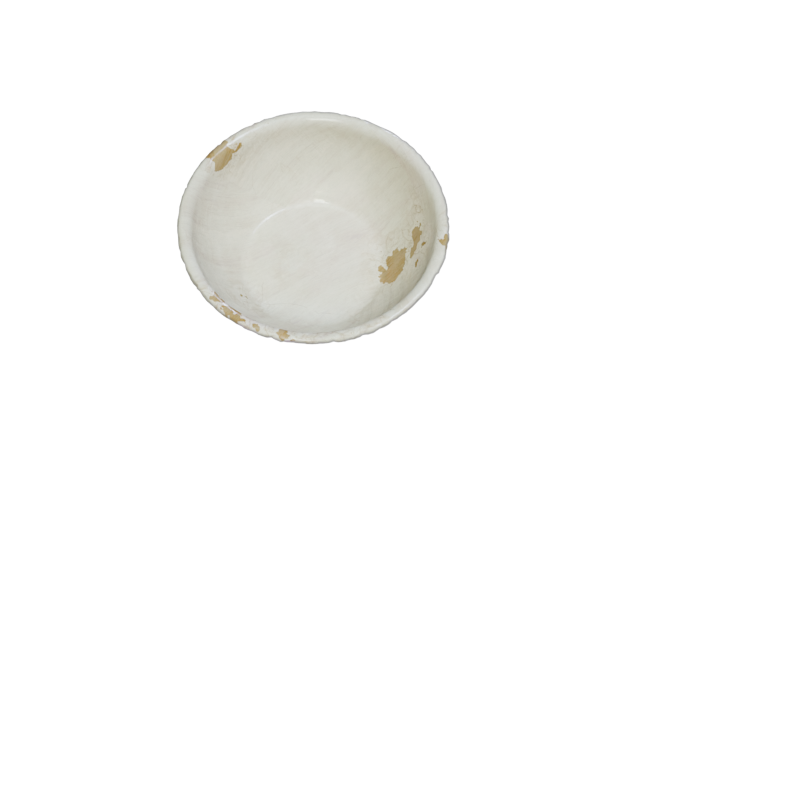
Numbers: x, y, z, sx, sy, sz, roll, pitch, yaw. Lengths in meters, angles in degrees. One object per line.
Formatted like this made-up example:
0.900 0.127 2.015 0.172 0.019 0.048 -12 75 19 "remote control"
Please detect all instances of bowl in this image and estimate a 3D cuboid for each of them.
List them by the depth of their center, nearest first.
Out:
-0.053 -0.097 0.678 0.162 0.172 0.052 -1 -28 -1 "bowl"
